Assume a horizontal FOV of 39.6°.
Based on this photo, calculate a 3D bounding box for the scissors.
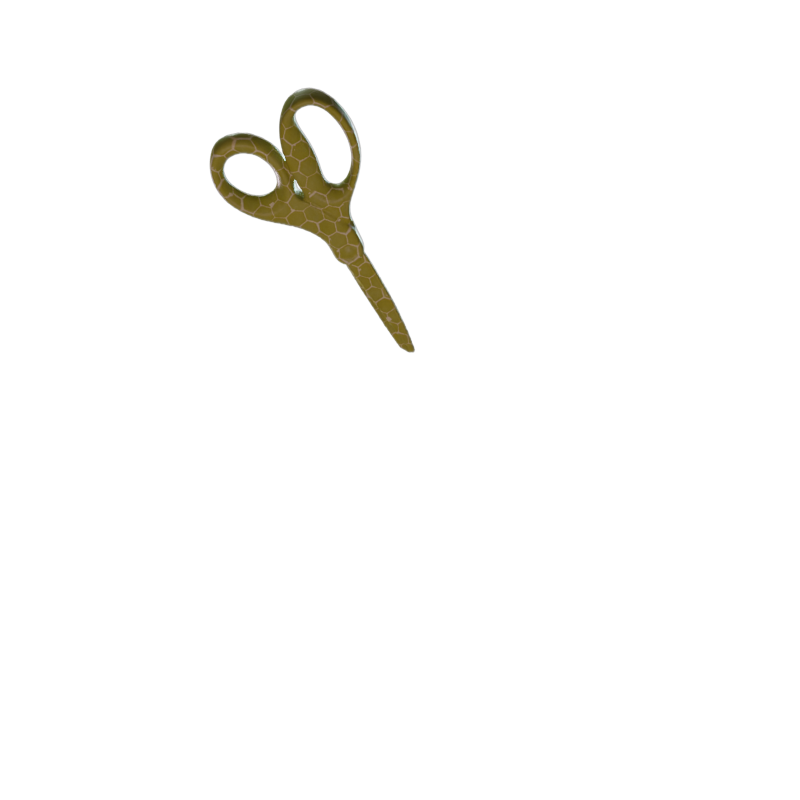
[{"bbox_3d":[-0.052,-0.095,0.667,0.097,0.187,0.017,-7,40,6],"label":"scissors"}]
